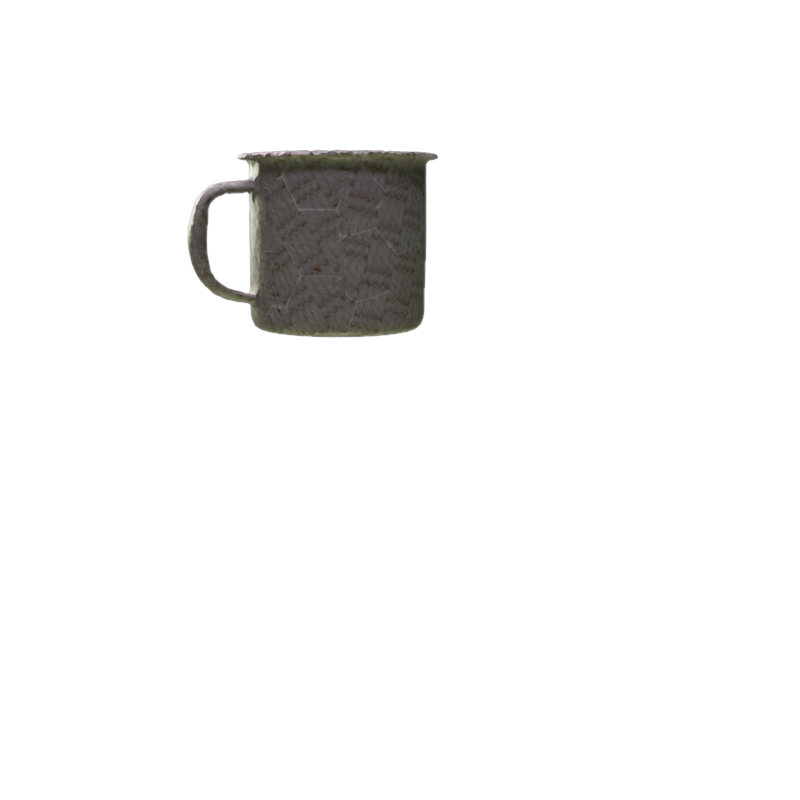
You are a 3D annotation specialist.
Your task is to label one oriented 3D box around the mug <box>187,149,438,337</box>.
[{"bbox_3d":[-0.040,-0.073,0.513,0.114,0.081,0.097,-3,8,-22],"label":"mug"}]
